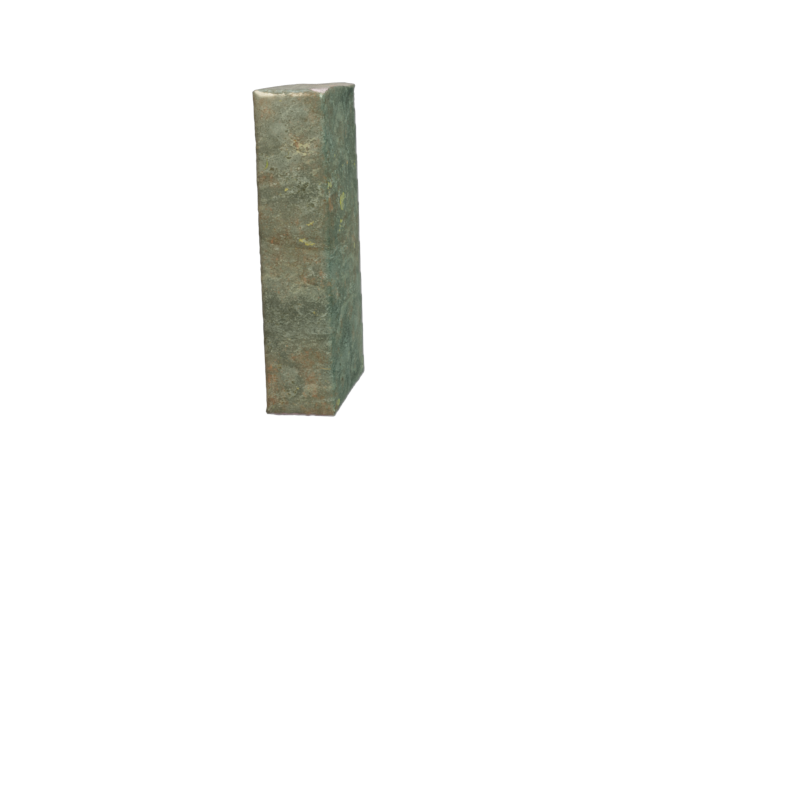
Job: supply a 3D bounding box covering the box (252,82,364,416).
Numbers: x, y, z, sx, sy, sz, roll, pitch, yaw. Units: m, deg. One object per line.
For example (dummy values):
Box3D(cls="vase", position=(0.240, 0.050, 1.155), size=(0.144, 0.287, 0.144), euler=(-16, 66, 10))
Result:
Box3D(cls="box", position=(-0.049, -0.089, 0.626), size=(0.049, 0.171, 0.095), euler=(3, 13, 9))
